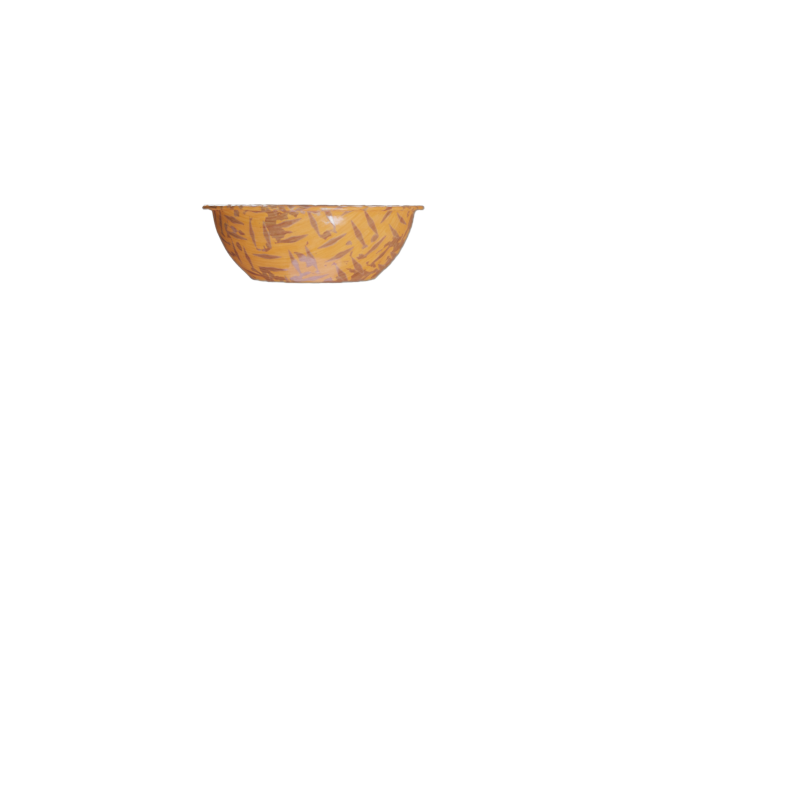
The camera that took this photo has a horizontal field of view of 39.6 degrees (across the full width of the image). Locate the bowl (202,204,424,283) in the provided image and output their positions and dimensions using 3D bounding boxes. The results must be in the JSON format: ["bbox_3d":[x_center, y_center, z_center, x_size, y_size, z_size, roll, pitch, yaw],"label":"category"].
[{"bbox_3d":[-0.063,-0.115,0.807,0.162,0.054,0.165,0,9,-2],"label":"bowl"}]
